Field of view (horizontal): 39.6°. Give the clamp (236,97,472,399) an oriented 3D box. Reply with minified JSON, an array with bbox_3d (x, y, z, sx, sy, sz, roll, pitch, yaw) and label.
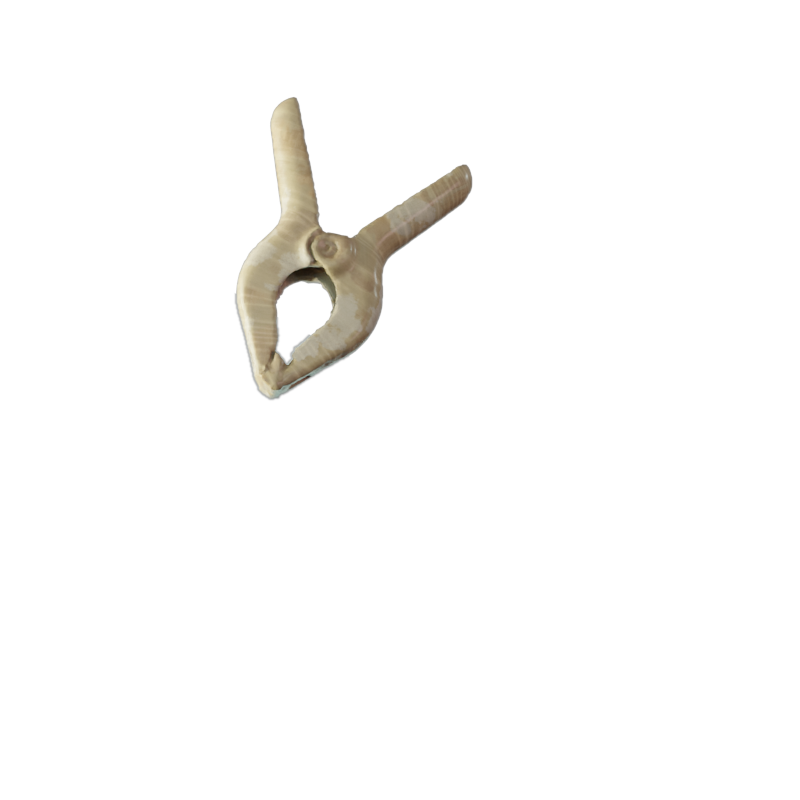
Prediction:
[{"bbox_3d":[-0.048,-0.087,0.611,0.123,0.176,0.037,27,-22,11],"label":"clamp"}]
